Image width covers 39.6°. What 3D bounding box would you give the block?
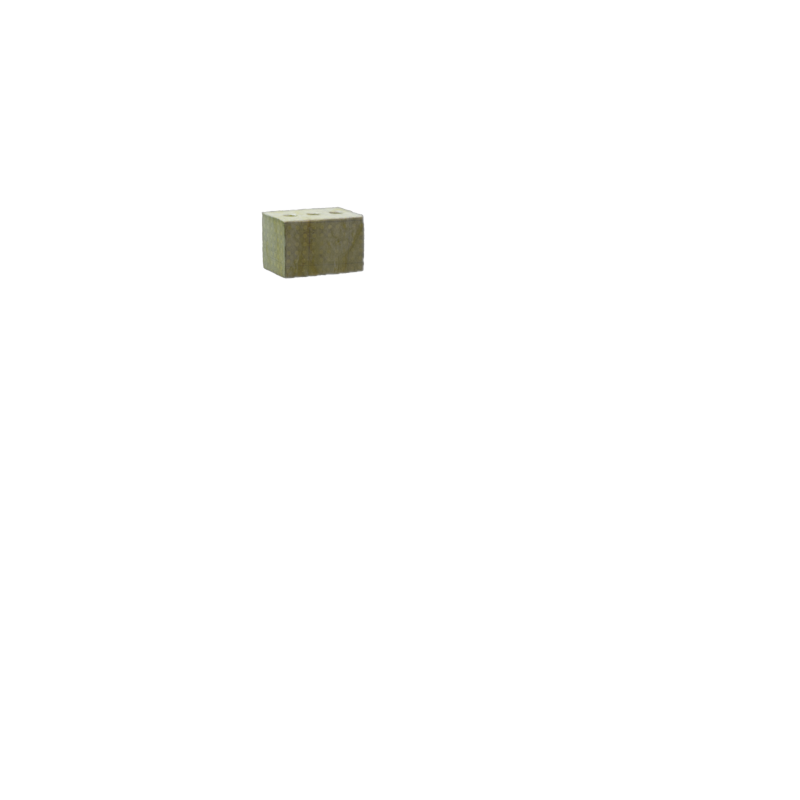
[{"bbox_3d":[-0.076,-0.138,0.970,0.076,0.050,0.056,-7,16,-25],"label":"block"}]
